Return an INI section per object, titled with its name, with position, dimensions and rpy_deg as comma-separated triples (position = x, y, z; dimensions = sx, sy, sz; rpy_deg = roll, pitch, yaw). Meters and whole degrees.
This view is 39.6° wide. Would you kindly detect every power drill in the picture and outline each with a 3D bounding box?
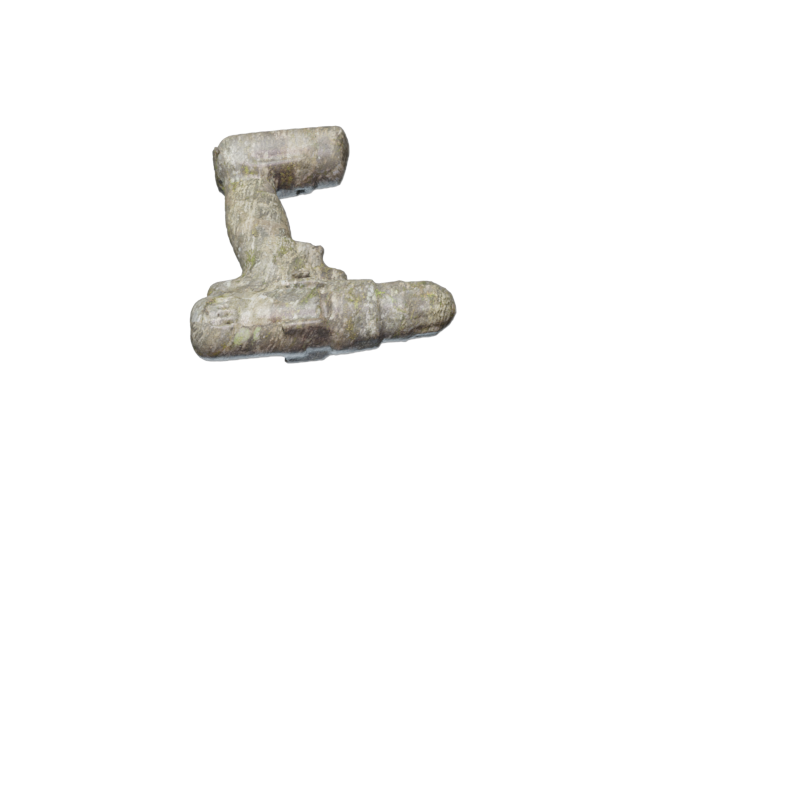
[power drill]
position = -0.063, -0.115, 0.808
dimensions = 0.183, 0.202, 0.054
rpy_deg = -6, -36, -4
